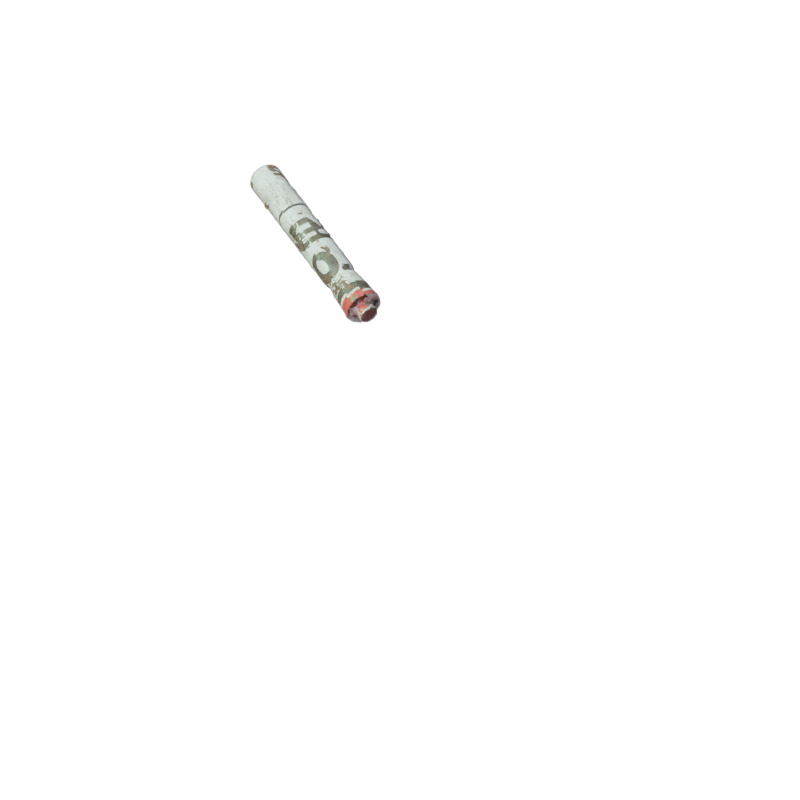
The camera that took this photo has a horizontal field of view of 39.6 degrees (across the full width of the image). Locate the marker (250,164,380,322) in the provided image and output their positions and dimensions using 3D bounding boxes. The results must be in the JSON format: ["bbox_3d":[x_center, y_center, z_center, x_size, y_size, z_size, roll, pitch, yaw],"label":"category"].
[{"bbox_3d":[-0.045,-0.082,0.575,0.019,0.019,0.131,-2,40,-35],"label":"marker"}]
